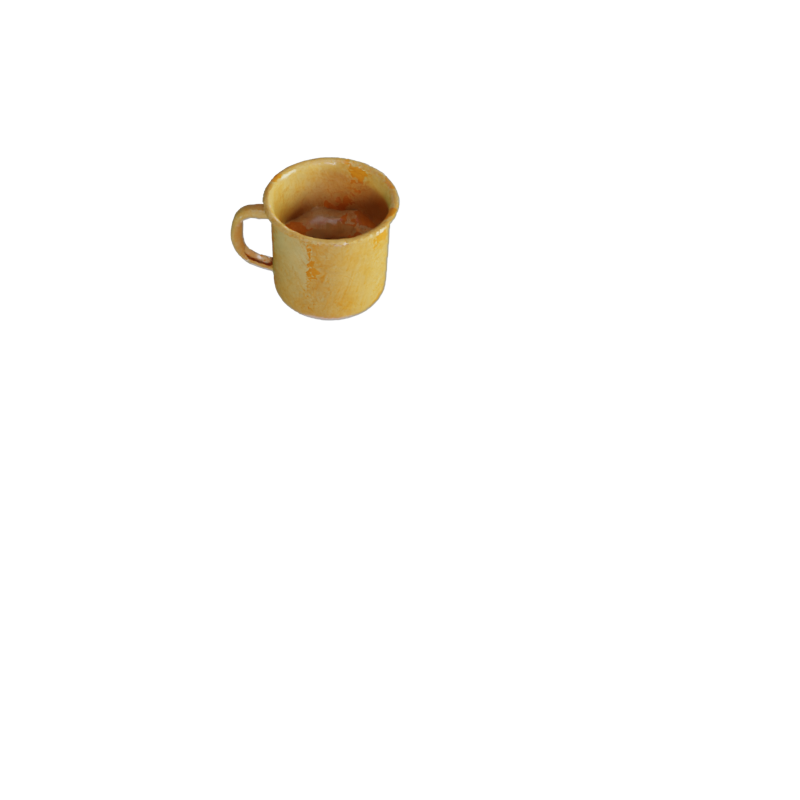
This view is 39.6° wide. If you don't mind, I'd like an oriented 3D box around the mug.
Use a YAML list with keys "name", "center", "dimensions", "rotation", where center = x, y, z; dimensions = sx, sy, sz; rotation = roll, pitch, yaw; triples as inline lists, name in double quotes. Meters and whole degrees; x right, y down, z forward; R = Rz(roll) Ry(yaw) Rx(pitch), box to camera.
- name: "mug"
  center: [-0.061, -0.111, 0.779]
  dimensions: [0.117, 0.100, 0.076]
  rotation: [2, -44, 1]
